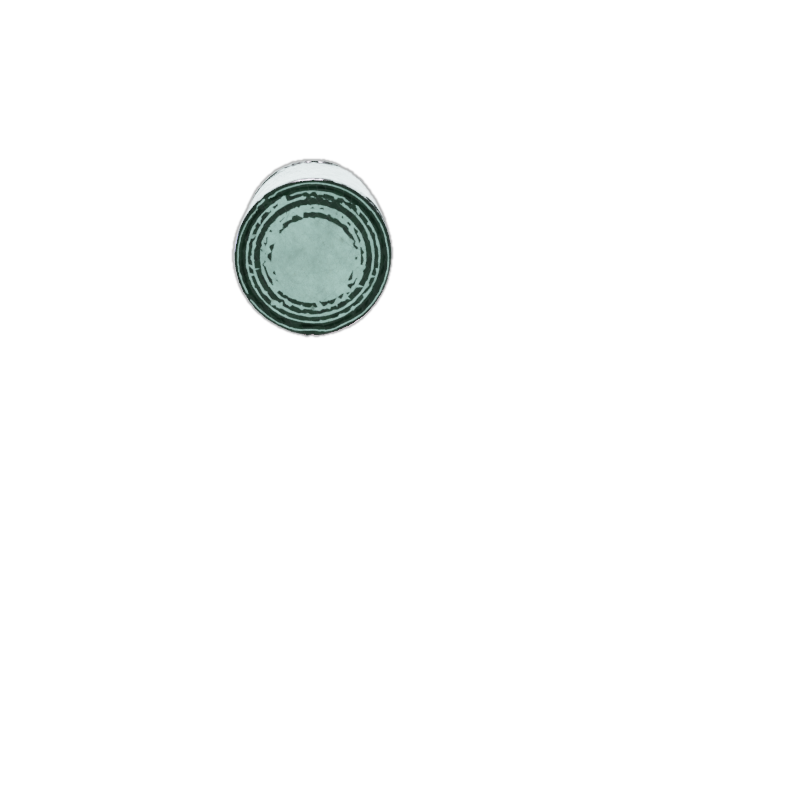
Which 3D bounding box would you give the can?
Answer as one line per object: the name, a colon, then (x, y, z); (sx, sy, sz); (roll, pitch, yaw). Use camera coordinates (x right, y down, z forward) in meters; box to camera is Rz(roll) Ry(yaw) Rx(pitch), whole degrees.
can: (-0.040, -0.072, 0.506); (0.068, 0.067, 0.105); (0, 14, -3)
